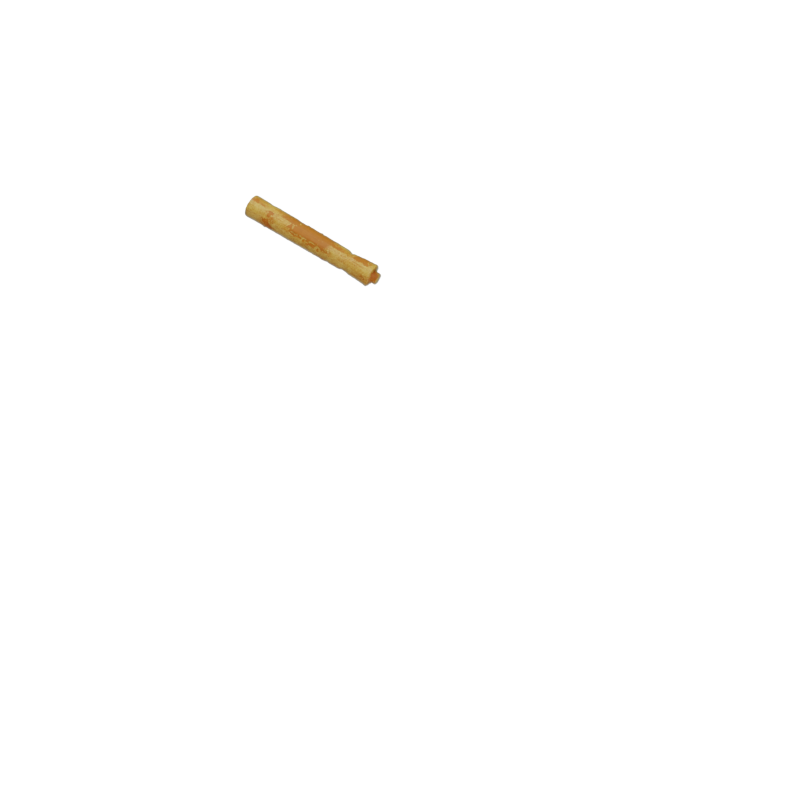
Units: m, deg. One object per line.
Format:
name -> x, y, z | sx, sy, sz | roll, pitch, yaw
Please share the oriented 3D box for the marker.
marker -> -0.068, -0.125, 0.873 | 0.126, 0.019, 0.019 | 32, 12, 16
